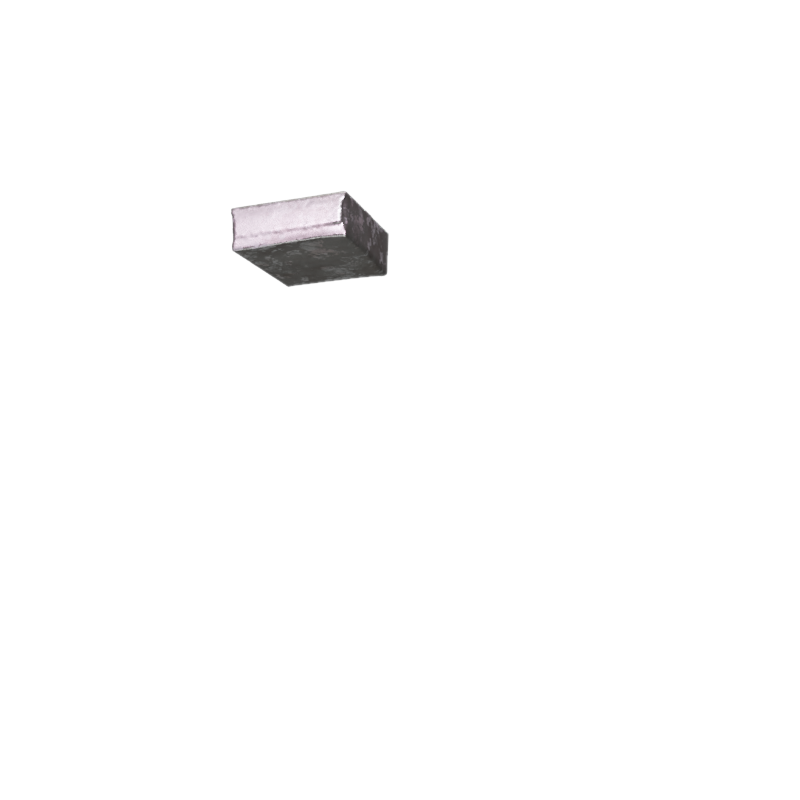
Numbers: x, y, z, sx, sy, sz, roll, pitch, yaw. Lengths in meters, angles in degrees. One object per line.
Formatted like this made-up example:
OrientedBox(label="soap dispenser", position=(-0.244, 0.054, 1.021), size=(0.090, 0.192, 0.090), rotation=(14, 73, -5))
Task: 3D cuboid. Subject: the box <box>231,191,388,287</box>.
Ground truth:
OrientedBox(label="box", position=(-0.066, -0.120, 0.842), size=(0.091, 0.040, 0.107), rotation=(-4, -13, 17))
